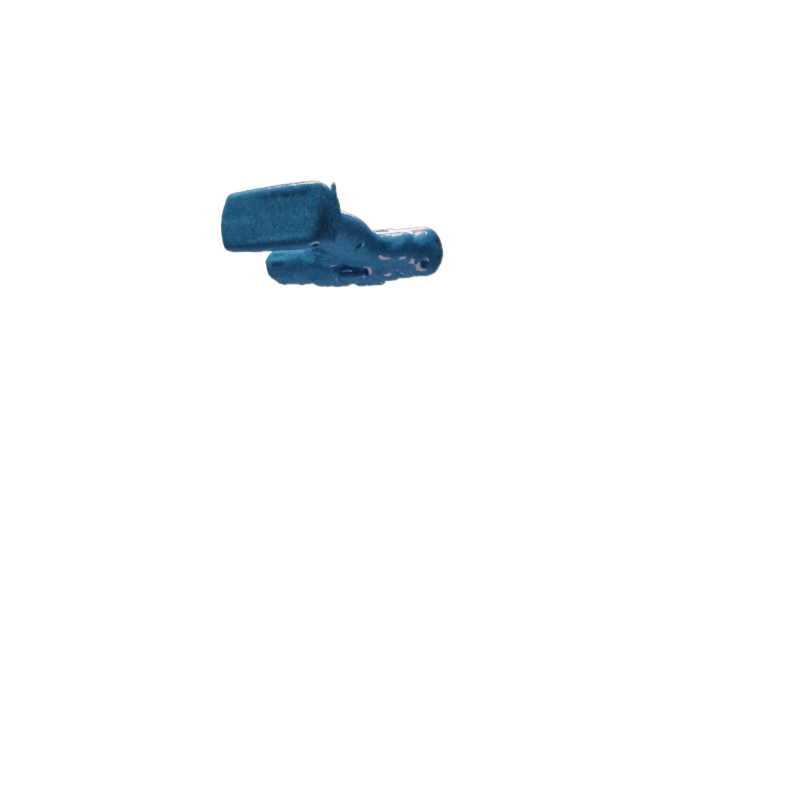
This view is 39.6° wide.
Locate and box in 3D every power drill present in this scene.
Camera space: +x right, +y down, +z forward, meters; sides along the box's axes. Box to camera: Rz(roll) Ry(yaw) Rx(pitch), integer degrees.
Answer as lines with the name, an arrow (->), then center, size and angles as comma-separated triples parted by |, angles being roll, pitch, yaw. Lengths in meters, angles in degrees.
power drill -> -0.078, -0.142, 0.996 | 0.189, 0.059, 0.178 | -3, -7, 29
